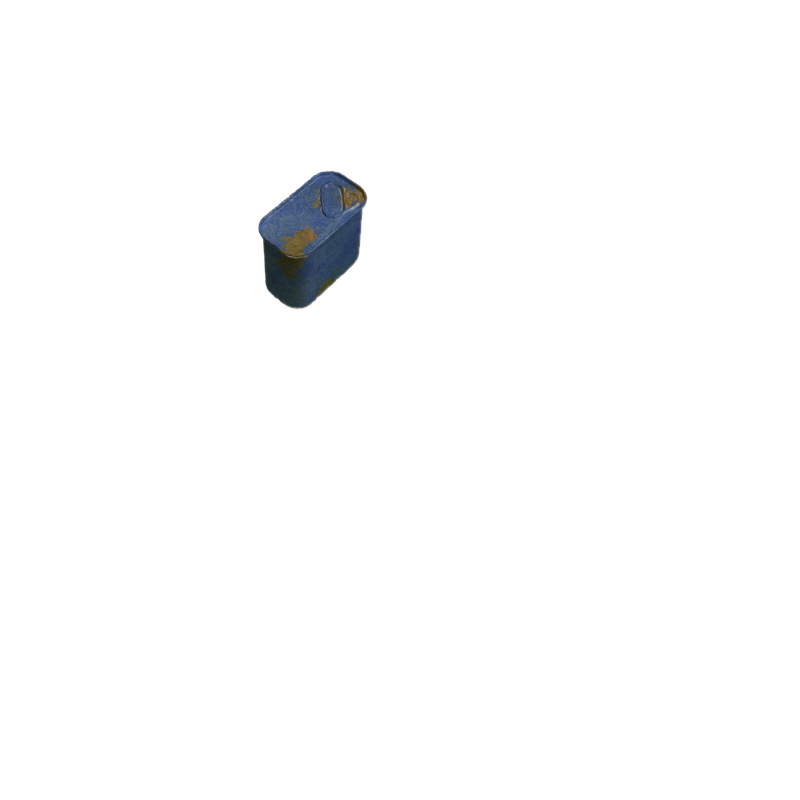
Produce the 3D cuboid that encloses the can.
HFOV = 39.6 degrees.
[{"bbox_3d":[-0.078,-0.143,0.999,0.060,0.104,0.078,35,-29,20],"label":"can"}]
